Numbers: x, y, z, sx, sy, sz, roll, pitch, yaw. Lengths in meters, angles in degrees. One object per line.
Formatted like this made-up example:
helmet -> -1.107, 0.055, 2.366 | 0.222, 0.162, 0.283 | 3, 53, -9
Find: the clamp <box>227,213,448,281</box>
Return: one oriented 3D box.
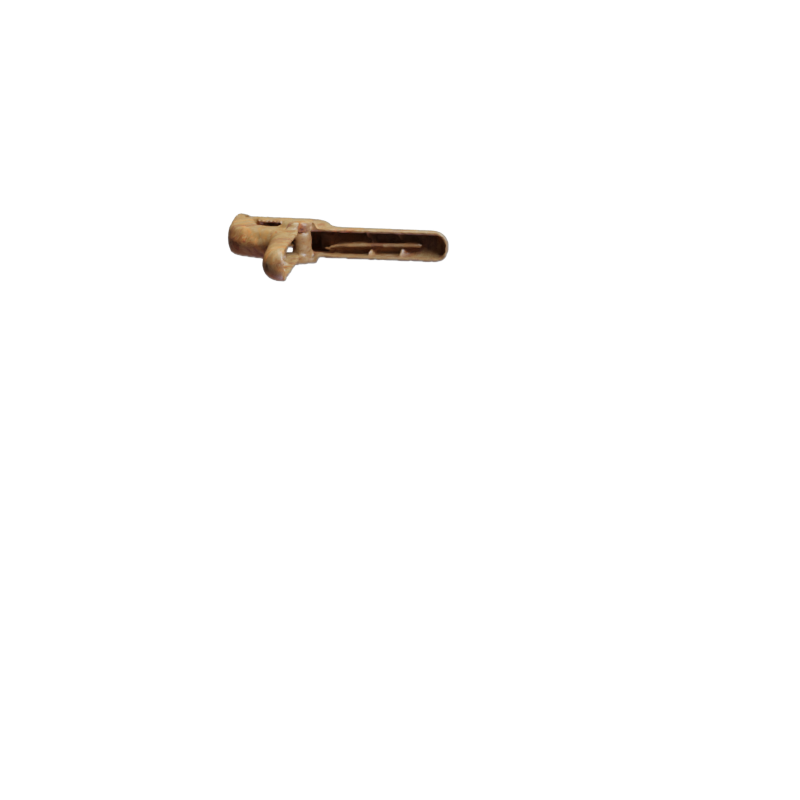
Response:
clamp -> -0.072, -0.132, 0.926 | 0.160, 0.035, 0.221 | -8, 17, -27
